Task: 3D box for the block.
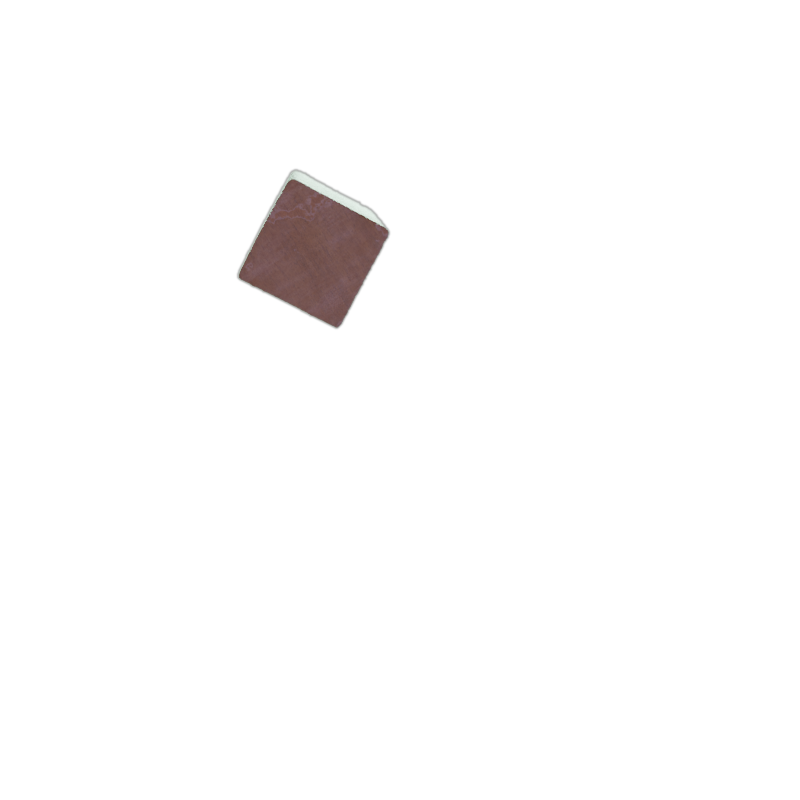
[{"bbox_3d":[-0.074,-0.137,0.952,0.089,0.089,0.211,27,9,-9],"label":"block"}]
